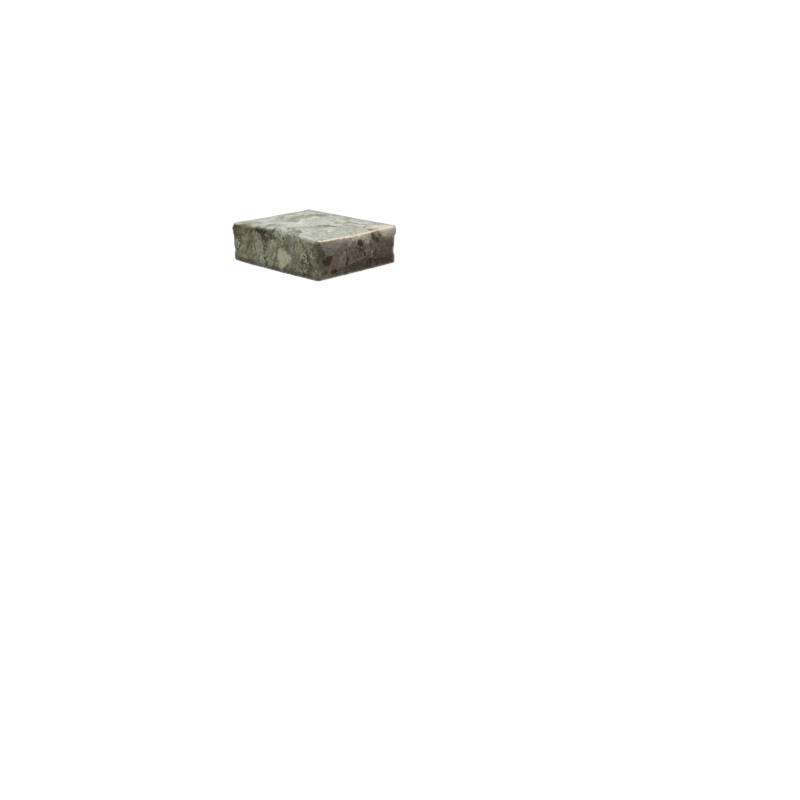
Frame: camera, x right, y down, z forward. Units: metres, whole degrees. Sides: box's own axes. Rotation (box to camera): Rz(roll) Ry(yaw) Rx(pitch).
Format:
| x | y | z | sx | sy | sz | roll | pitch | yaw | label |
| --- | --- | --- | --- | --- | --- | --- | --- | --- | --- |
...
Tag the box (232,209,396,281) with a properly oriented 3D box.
| x | y | z | sx | sy | sz | roll | pitch | yaw | label |
| --- | --- | --- | --- | --- | --- | --- | --- | --- | --- |
| -0.060 | -0.109 | 0.761 | 0.094 | 0.029 | 0.072 | 18 | 26 | 42 | box |
